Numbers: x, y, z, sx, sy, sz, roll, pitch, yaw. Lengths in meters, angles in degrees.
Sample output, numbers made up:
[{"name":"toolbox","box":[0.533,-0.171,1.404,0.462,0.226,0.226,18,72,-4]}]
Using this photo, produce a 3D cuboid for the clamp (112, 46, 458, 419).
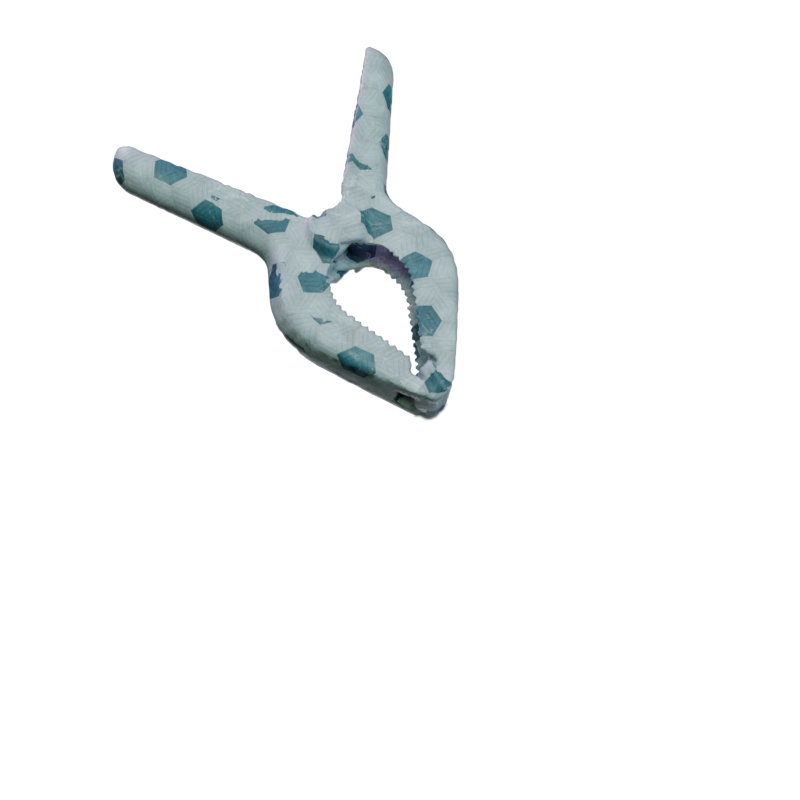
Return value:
[{"name":"clamp","box":[-0.044,-0.080,0.561,0.164,0.224,0.034,-20,-27,-11]}]
